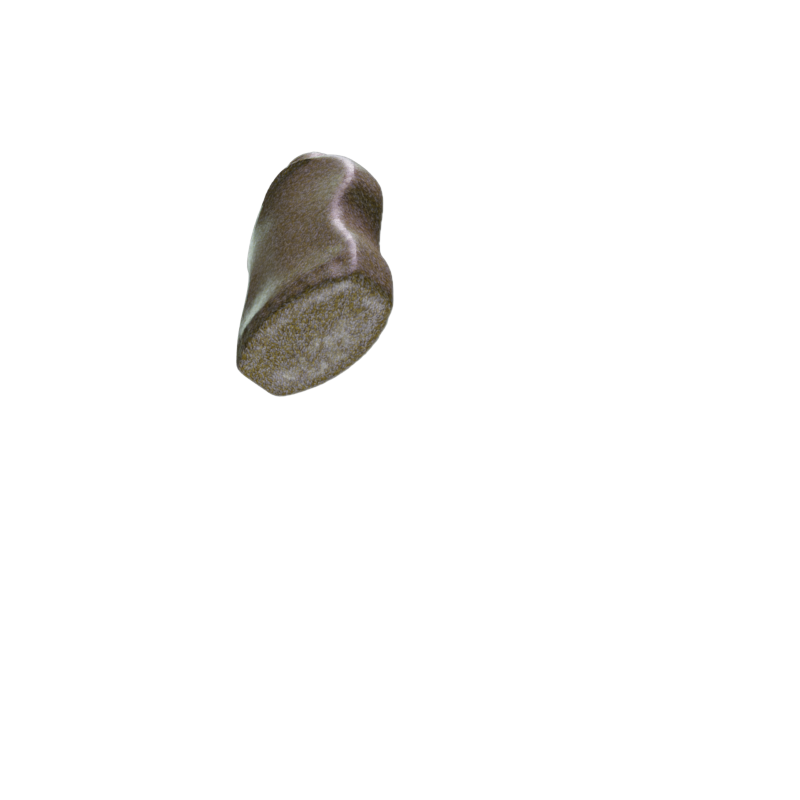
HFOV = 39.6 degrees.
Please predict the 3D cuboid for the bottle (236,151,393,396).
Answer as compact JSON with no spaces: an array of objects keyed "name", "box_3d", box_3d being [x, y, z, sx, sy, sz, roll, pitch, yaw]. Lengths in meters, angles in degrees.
[{"name":"bottle","box_3d":[-0.052,-0.095,0.669,0.055,0.205,0.095,36,-61,-29]}]
